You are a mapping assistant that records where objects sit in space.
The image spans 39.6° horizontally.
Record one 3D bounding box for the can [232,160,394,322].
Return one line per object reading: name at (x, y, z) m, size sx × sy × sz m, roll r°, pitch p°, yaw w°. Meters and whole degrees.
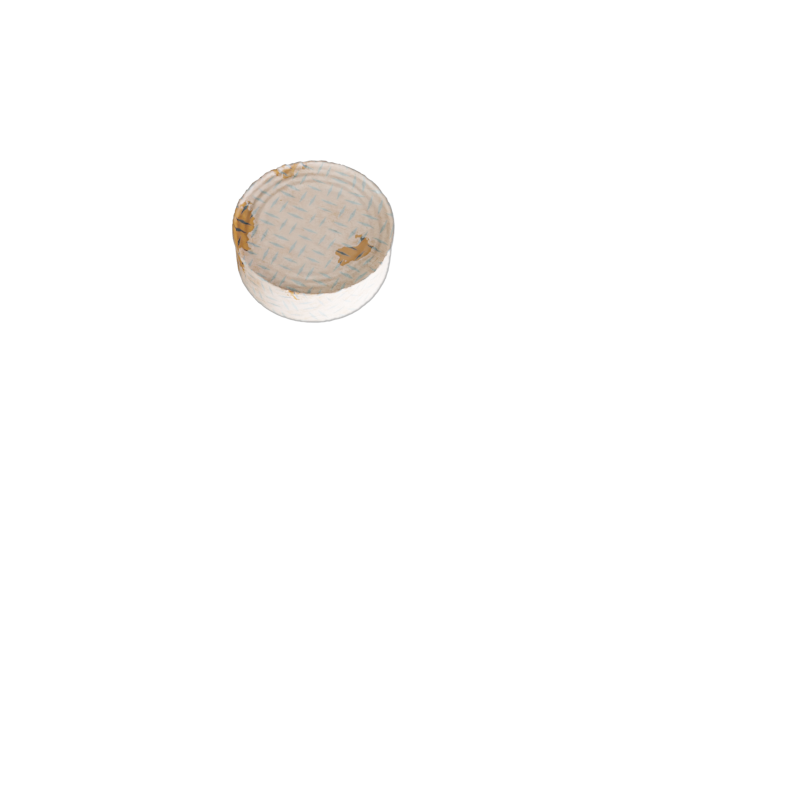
can at (-0.047, -0.085, 0.596) m, size 0.086 × 0.092 × 0.031 m, roll -1°, pitch -31°, yaw -1°
